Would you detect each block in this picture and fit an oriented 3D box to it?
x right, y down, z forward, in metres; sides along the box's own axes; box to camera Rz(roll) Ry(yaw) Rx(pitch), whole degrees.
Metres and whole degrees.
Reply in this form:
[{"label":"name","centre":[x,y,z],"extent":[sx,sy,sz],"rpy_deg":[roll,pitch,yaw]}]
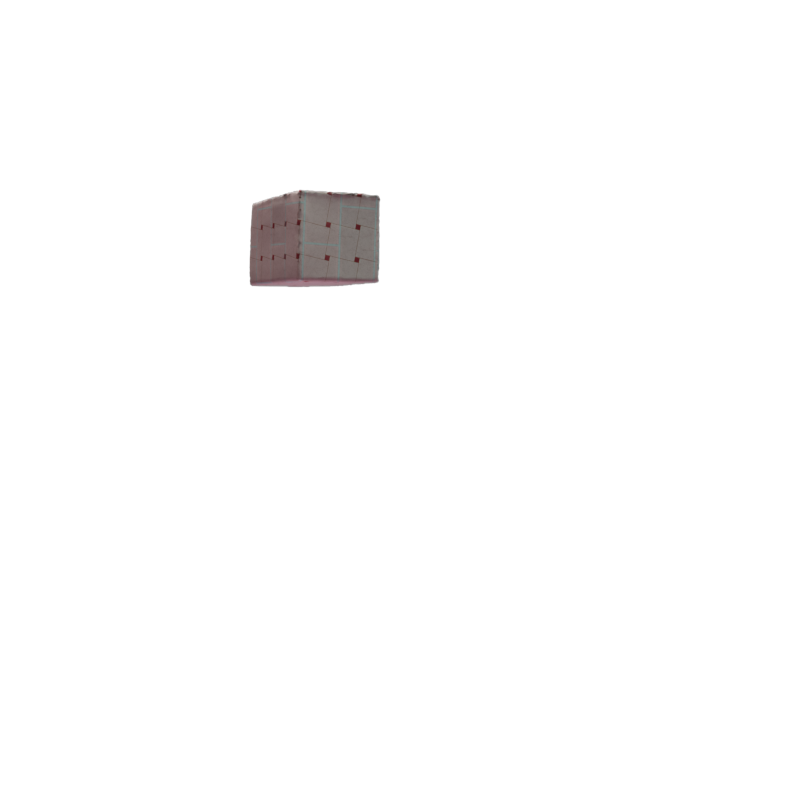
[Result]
[{"label":"block","centre":[-0.051,-0.094,0.657],"extent":[0.051,0.052,0.080],"rpy_deg":[0,1,-27]}]
